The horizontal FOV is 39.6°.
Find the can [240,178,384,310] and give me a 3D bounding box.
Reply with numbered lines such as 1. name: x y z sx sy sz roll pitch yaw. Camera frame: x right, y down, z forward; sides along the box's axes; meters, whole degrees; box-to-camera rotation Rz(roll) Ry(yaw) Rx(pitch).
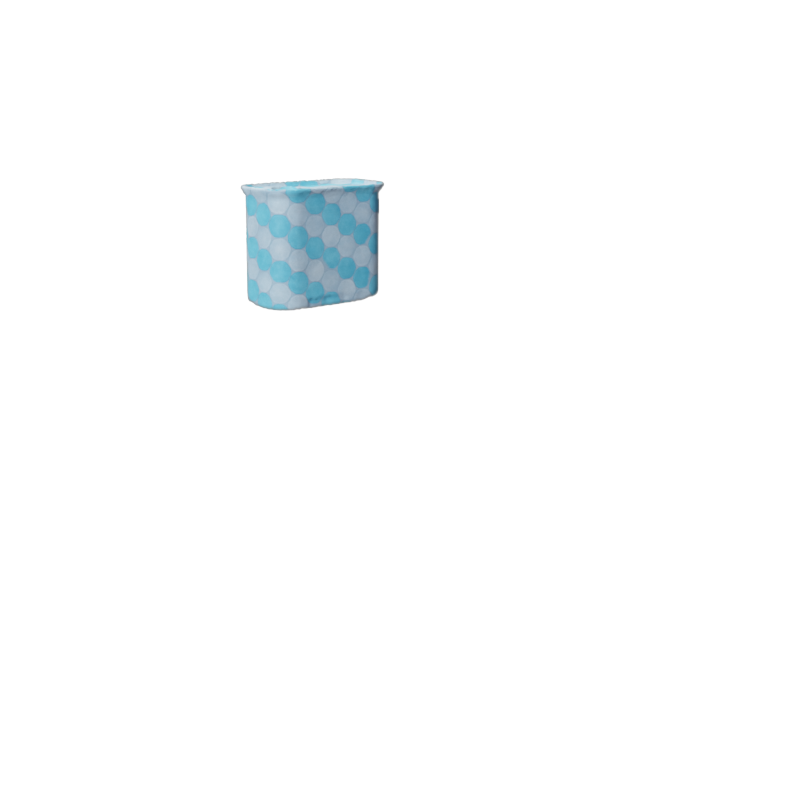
1. can: -0.062 -0.113 0.789 0.099 0.082 0.060 -9 14 -37
